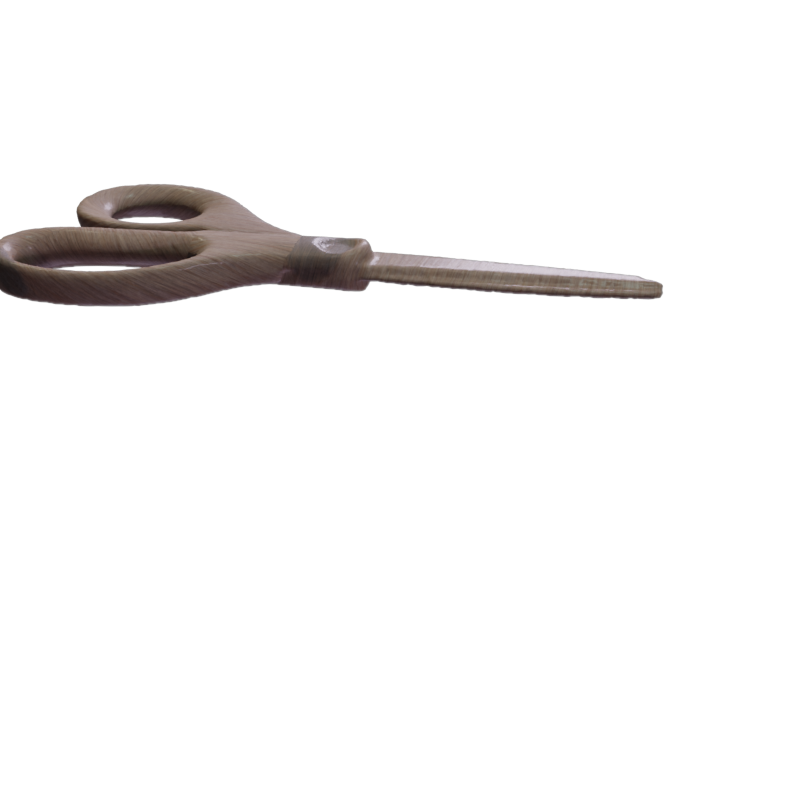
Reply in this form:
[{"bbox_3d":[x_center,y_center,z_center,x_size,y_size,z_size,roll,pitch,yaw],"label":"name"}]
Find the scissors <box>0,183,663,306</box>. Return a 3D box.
[{"bbox_3d":[-0.028,-0.052,0.364,0.201,0.015,0.102,-2,28,-3],"label":"scissors"}]
